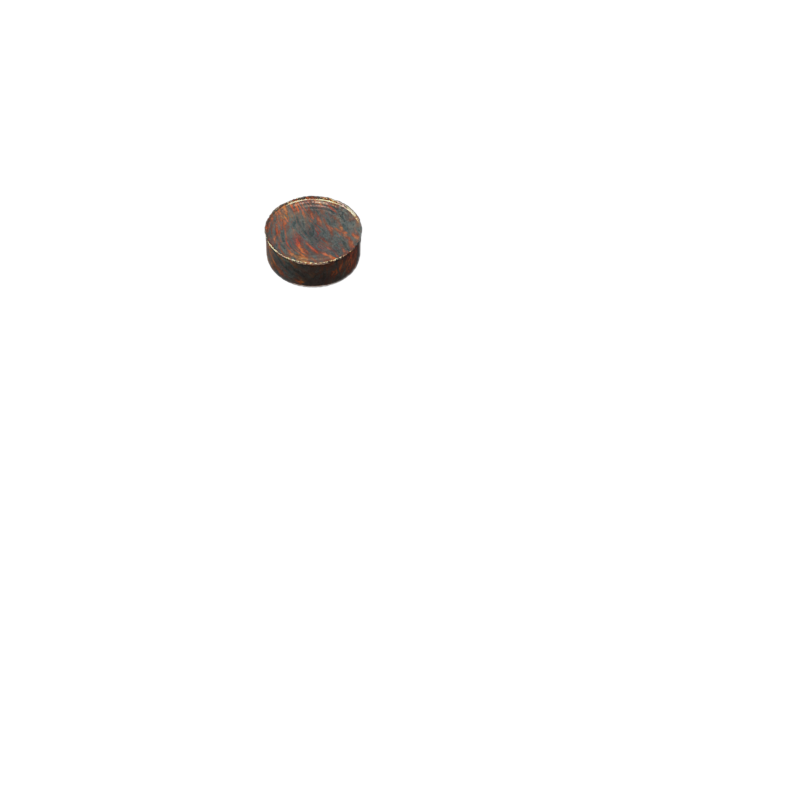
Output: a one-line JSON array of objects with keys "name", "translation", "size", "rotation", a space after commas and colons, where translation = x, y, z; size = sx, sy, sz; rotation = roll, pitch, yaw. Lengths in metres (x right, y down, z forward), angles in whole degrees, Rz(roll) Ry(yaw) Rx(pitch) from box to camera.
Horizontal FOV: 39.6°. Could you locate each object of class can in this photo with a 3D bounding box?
[{"name": "can", "translation": [-0.077, -0.140, 0.983], "size": [0.086, 0.092, 0.031], "rotation": [-1, -42, -1]}]
